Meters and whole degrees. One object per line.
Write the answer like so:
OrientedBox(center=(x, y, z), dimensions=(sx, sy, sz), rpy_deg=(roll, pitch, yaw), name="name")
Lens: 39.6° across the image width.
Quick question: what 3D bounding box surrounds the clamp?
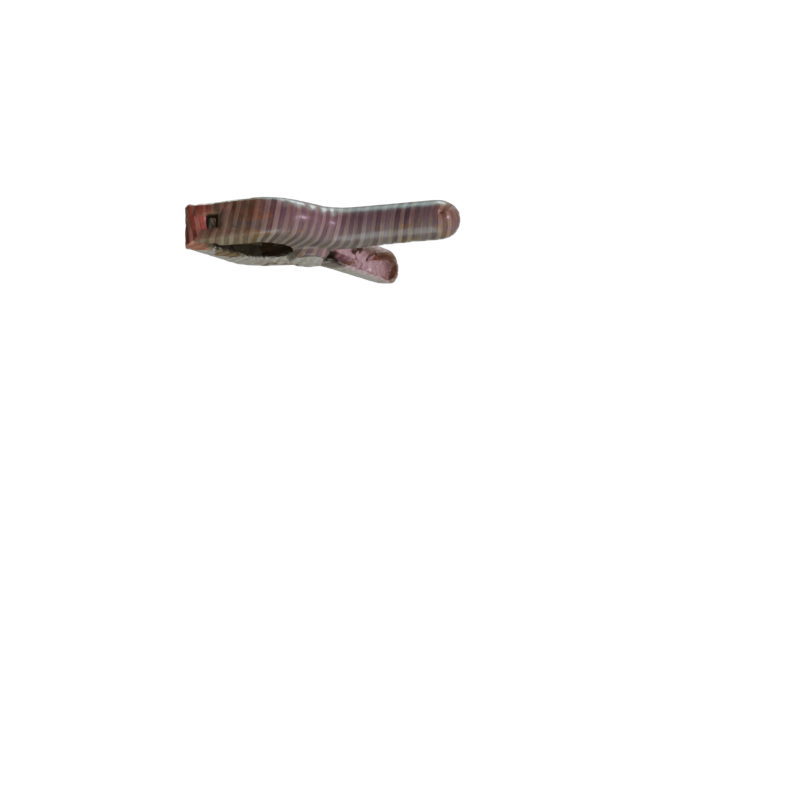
OrientedBox(center=(-0.057, -0.104, 0.732), dimensions=(0.169, 0.041, 0.116), rpy_deg=(3, -19, -9), name="clamp")
